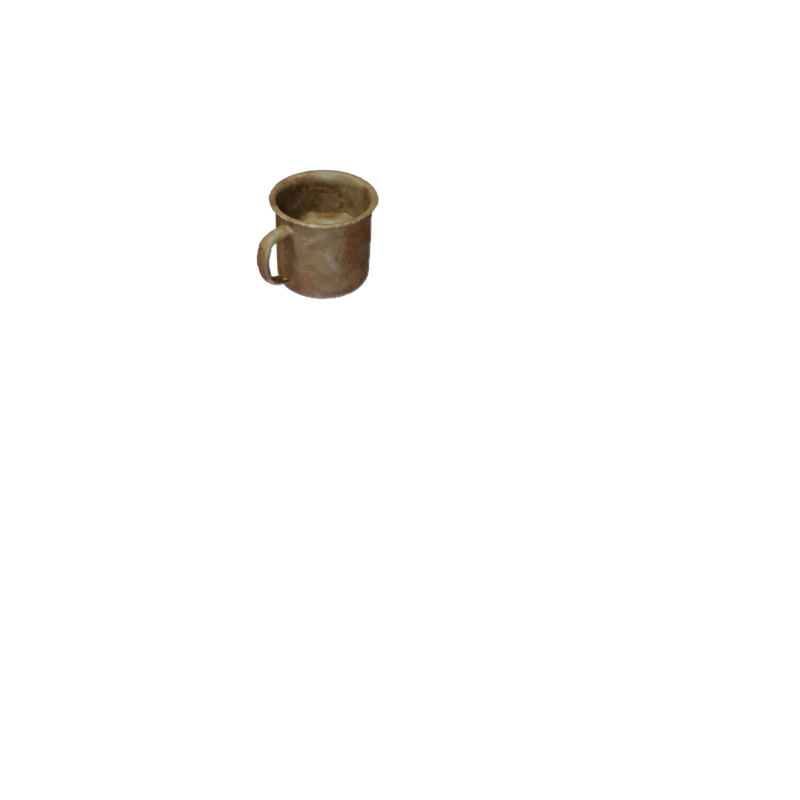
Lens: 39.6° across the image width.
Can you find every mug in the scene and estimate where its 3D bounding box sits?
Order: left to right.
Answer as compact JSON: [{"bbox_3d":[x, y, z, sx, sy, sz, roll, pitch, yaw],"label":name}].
[{"bbox_3d":[-0.075,-0.136,0.953,0.099,0.076,0.117,31,47,33],"label":"mug"}]
